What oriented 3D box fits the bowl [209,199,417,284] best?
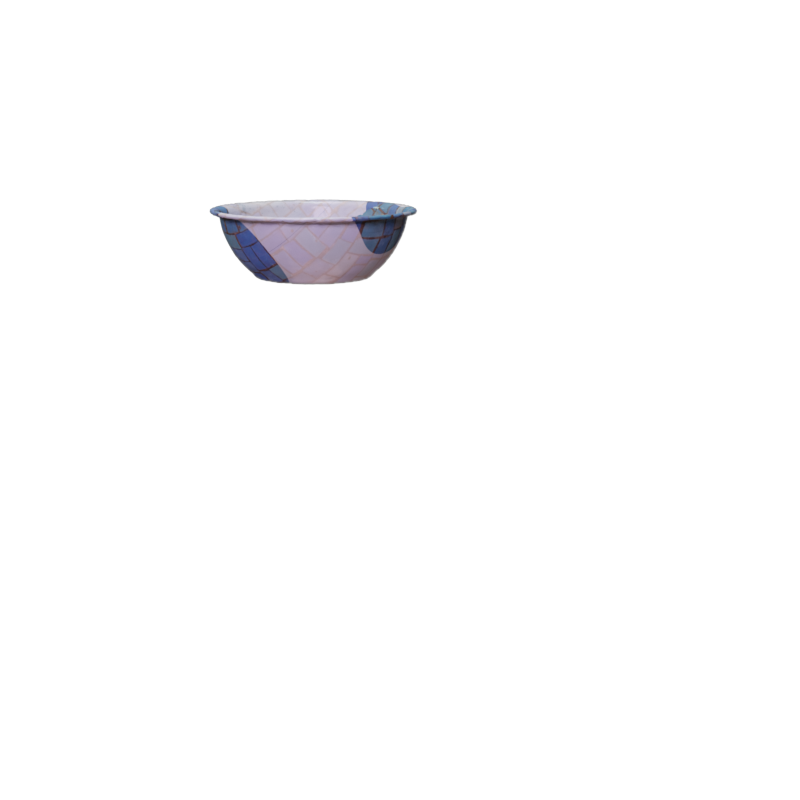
[{"bbox_3d":[-0.068,-0.124,0.869,0.162,0.054,0.166,0,13,-2],"label":"bowl"}]
